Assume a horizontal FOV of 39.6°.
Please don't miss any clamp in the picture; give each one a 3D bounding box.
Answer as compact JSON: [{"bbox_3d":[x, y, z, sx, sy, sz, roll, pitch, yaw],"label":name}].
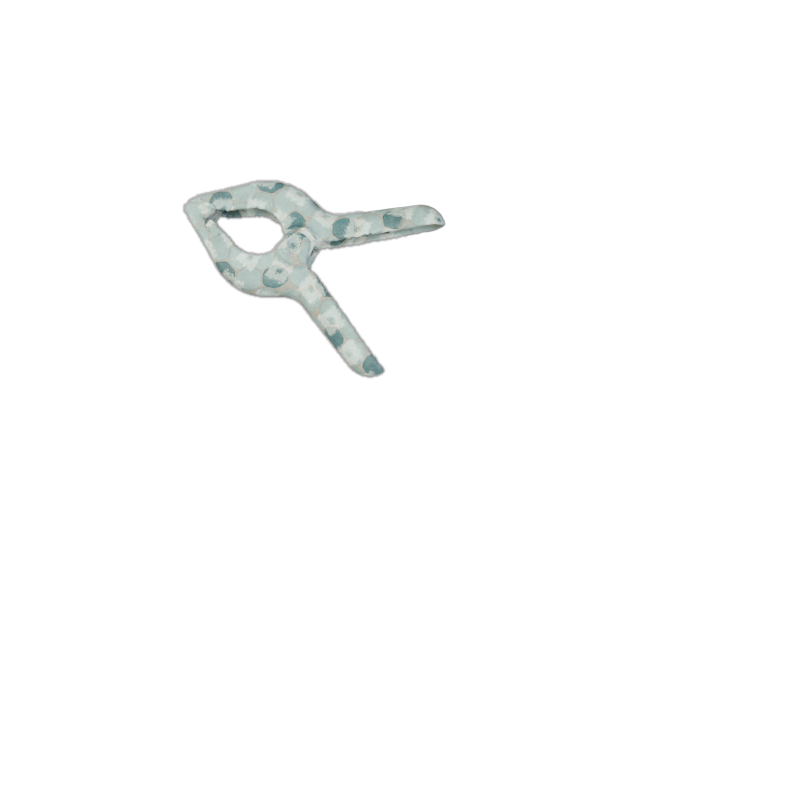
[{"bbox_3d":[-0.058,-0.106,0.744,0.175,0.122,0.038,31,-15,9],"label":"clamp"}]
